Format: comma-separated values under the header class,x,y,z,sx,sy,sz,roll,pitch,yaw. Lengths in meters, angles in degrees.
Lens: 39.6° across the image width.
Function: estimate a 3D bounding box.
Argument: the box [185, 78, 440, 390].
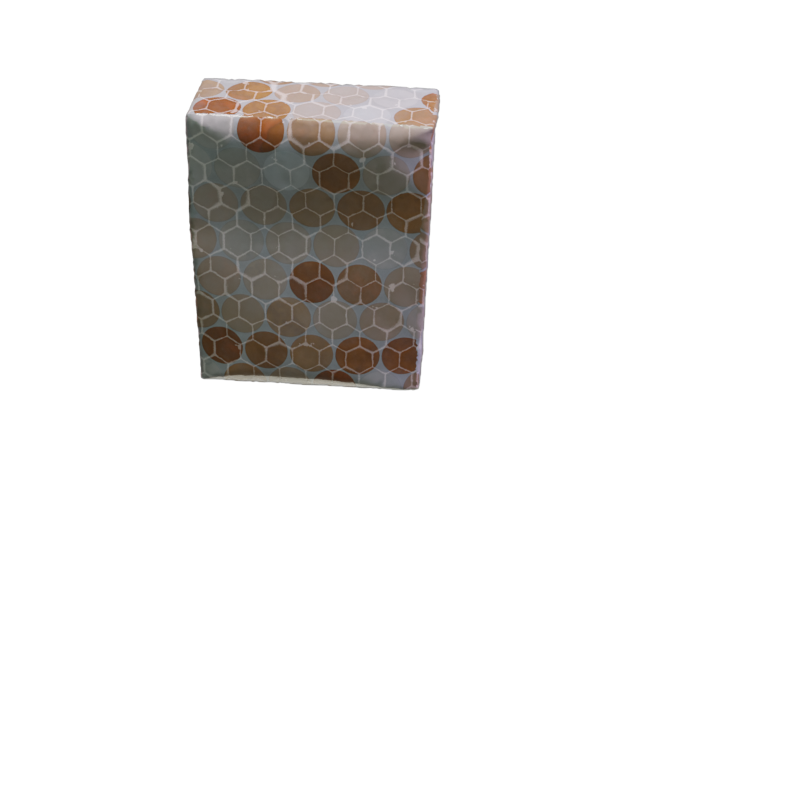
class,x,y,z,sx,sy,sz,roll,pitch,yaw
box,-0.061,-0.111,0.777,0.165,0.200,0.076,5,33,4
